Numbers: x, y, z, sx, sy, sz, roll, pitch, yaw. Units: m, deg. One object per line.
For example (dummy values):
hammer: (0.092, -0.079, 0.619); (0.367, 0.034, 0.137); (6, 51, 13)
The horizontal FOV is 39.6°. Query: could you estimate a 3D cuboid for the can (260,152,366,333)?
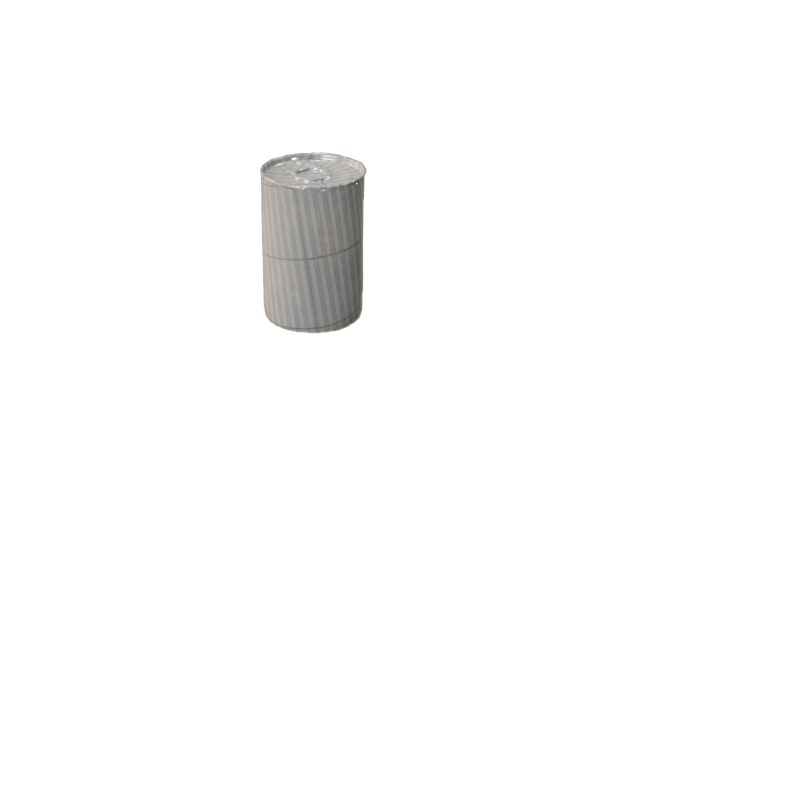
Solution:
can: (-0.057, -0.104, 0.726); (0.068, 0.097, 0.072); (0, 26, -2)
